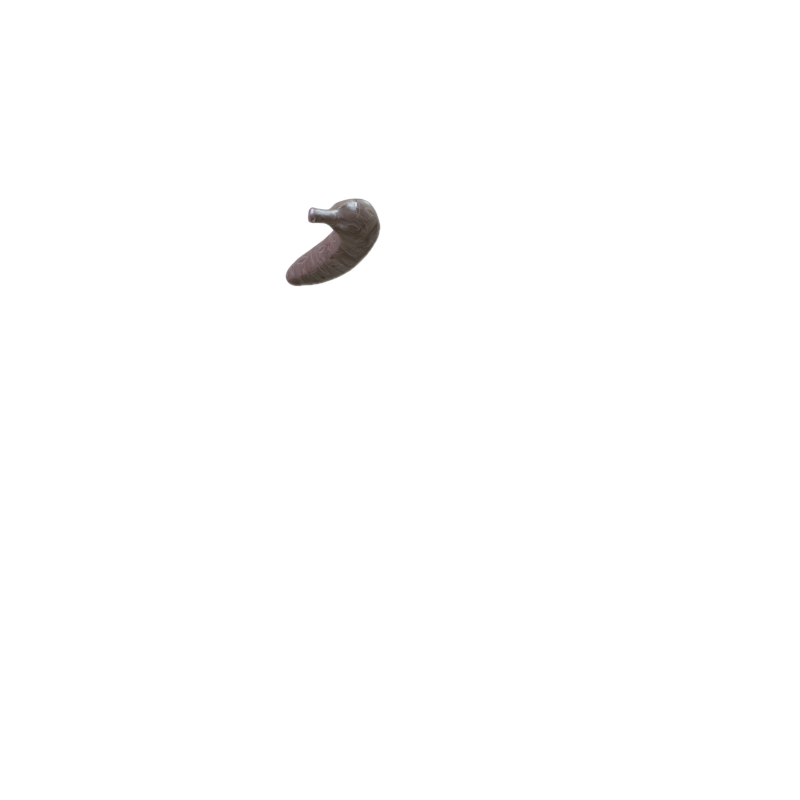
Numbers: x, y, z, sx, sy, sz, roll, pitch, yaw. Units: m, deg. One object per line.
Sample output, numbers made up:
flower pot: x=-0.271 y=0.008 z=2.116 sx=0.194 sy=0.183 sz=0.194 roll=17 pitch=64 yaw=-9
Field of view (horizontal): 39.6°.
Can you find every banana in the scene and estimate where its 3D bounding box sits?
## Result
banana: x=-0.056 y=-0.138 z=0.961 sx=0.069 sy=0.038 sz=0.193 roll=2 pitch=-12 yaw=-10
